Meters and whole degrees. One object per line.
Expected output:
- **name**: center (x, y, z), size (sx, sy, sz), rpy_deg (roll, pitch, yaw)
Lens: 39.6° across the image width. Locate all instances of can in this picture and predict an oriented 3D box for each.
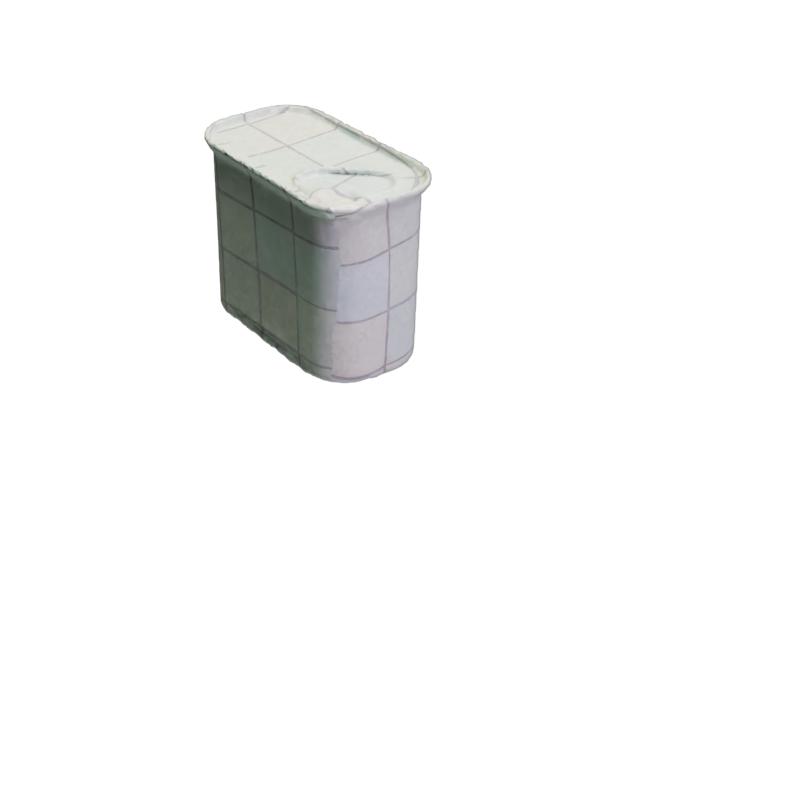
- **can**: center (-0.036, -0.066, 0.465), size (0.057, 0.079, 0.109), rpy_deg (-21, 39, -32)
